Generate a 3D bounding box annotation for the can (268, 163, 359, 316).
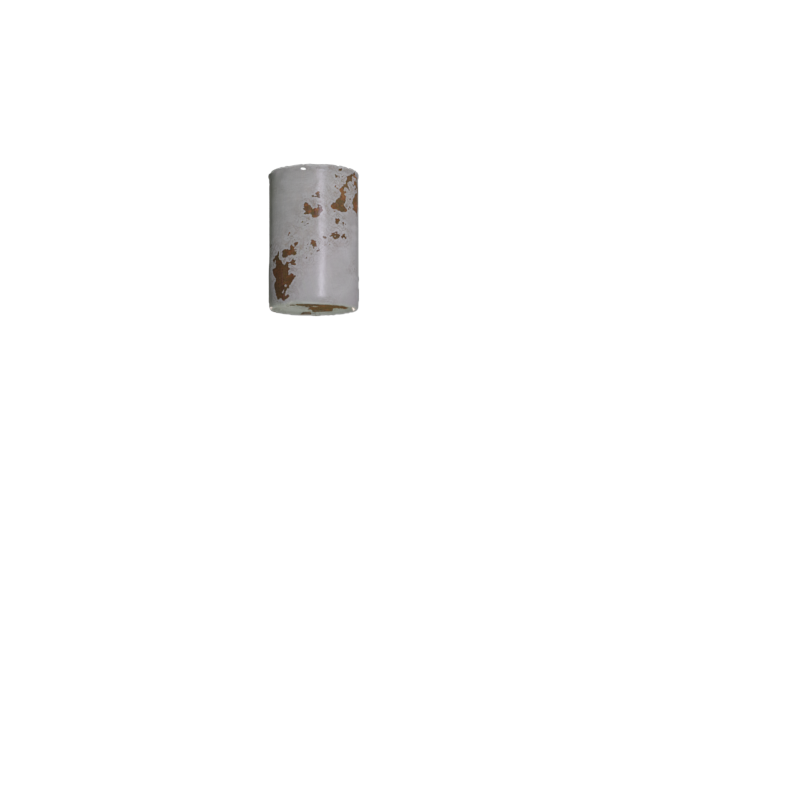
[{"bbox_3d":[-0.064,-0.117,0.819,0.068,0.105,0.067,0,-9,-2],"label":"can"}]
